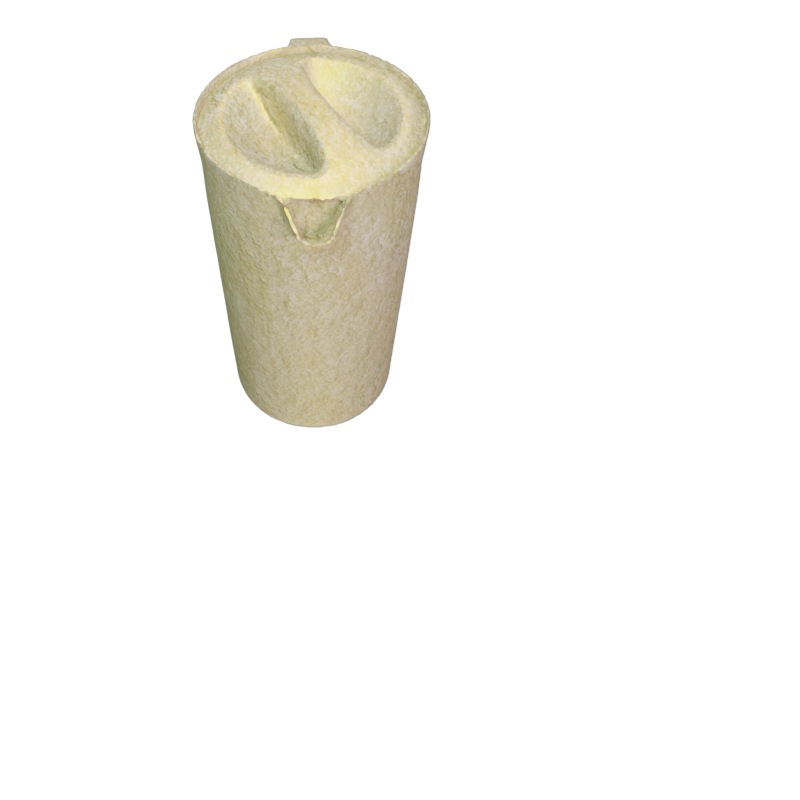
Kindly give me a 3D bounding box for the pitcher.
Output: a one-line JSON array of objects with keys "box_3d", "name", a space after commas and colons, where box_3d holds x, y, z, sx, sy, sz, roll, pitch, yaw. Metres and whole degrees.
[{"box_3d": [-0.056, -0.101, 0.710, 0.153, 0.226, 0.151, 34, 57, 23], "name": "pitcher"}]
